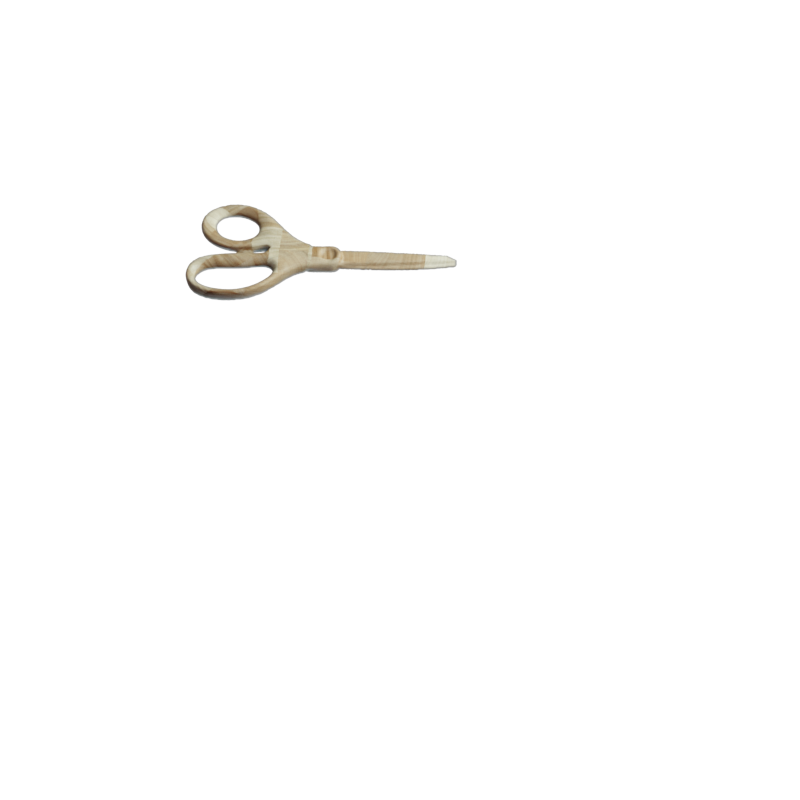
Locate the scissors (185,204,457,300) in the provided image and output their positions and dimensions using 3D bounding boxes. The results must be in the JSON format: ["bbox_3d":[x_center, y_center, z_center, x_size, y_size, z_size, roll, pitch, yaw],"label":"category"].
[{"bbox_3d":[-0.067,-0.122,0.852,0.200,0.104,0.015,-12,-35,-9],"label":"scissors"}]
